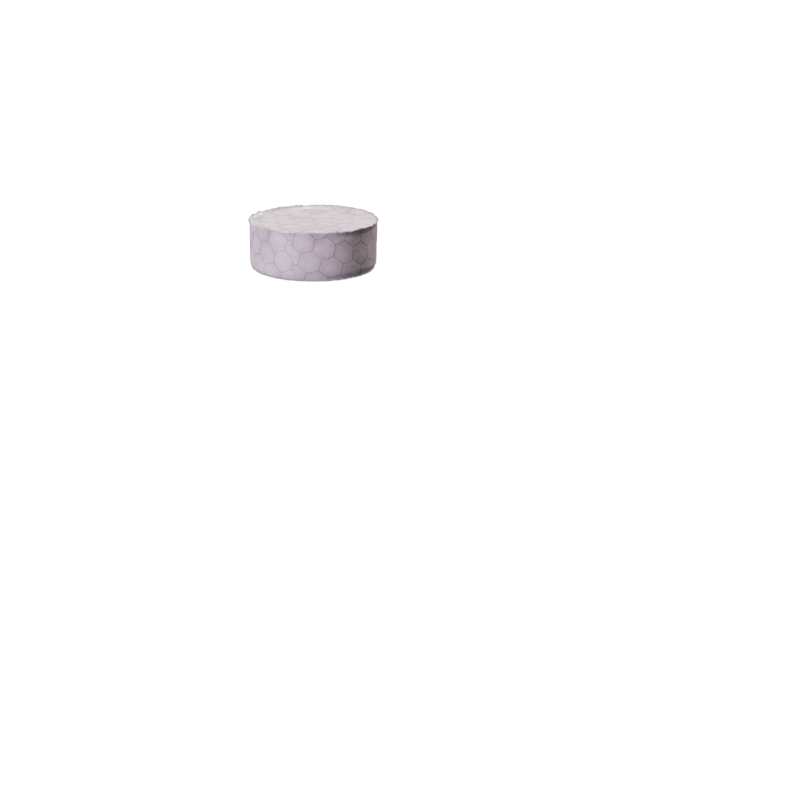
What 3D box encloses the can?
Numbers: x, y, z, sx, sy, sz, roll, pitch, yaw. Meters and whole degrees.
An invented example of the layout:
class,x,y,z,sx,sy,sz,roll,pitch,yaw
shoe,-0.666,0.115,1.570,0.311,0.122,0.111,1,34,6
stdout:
class,x,y,z,sx,sy,sz,roll,pitch,yaw
can,-0.058,-0.105,0.738,0.086,0.032,0.089,-1,20,-2
